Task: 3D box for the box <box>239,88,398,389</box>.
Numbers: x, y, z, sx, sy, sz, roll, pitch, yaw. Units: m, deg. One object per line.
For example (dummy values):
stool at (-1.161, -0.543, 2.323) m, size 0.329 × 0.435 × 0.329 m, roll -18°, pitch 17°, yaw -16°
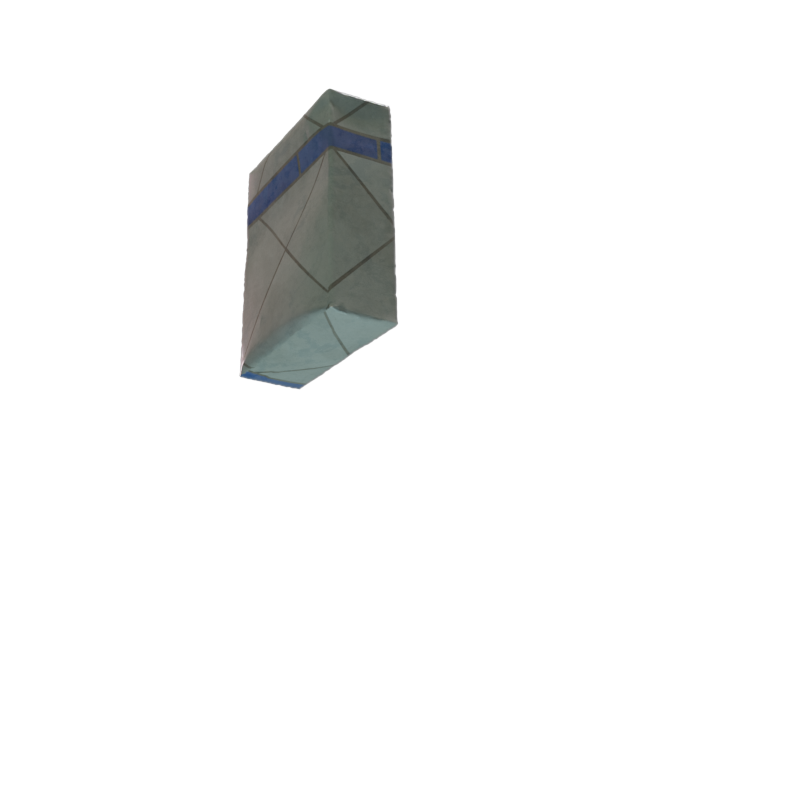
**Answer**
box at (-0.076, -0.138, 0.970) m, size 0.069 × 0.226 × 0.162 m, roll 14°, pitch -29°, yaw -30°
